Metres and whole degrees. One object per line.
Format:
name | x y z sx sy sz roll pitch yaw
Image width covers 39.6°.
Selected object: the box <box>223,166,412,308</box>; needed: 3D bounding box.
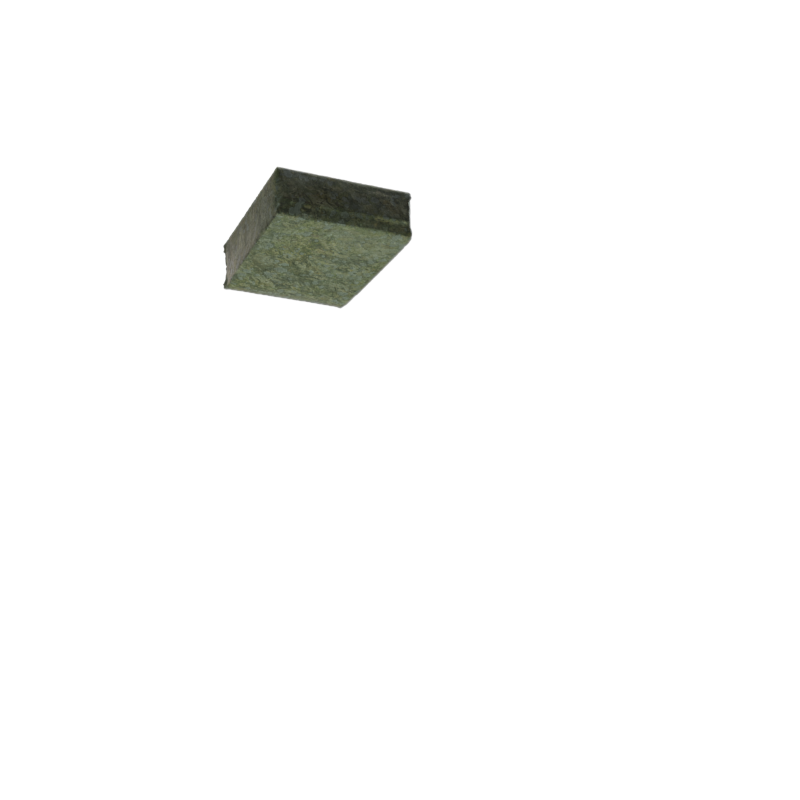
box | -0.056 -0.102 0.711 0.087 0.041 0.111 10 -26 -22
